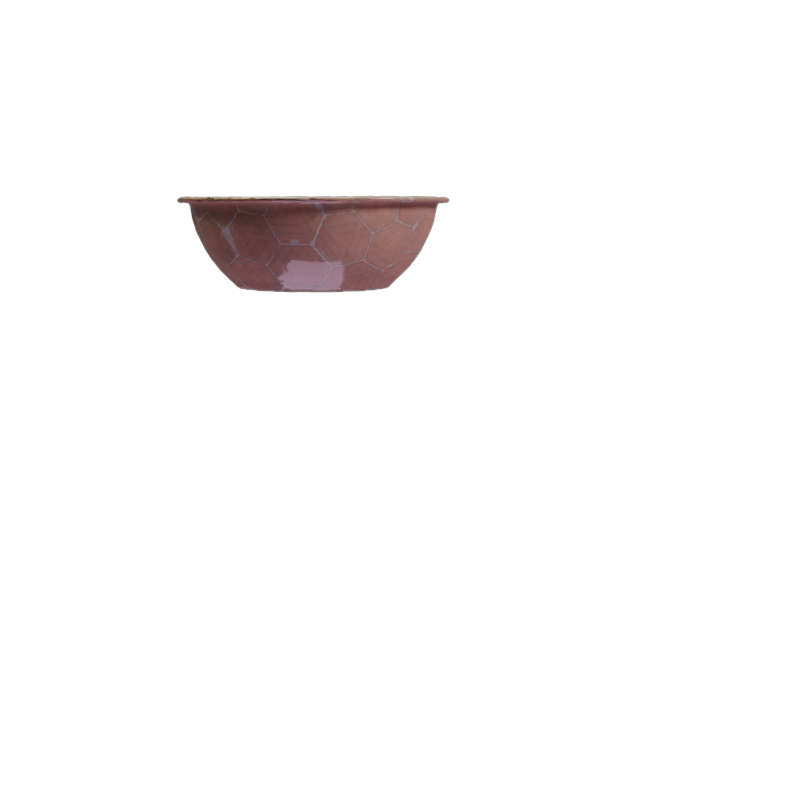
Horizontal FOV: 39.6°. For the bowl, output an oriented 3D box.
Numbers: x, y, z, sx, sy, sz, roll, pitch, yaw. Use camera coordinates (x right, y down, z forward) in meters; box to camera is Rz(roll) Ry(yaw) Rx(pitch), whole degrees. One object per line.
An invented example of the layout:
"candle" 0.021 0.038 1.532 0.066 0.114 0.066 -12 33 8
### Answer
"bowl" -0.052 -0.095 0.663 0.162 0.054 0.164 0 9 -2
